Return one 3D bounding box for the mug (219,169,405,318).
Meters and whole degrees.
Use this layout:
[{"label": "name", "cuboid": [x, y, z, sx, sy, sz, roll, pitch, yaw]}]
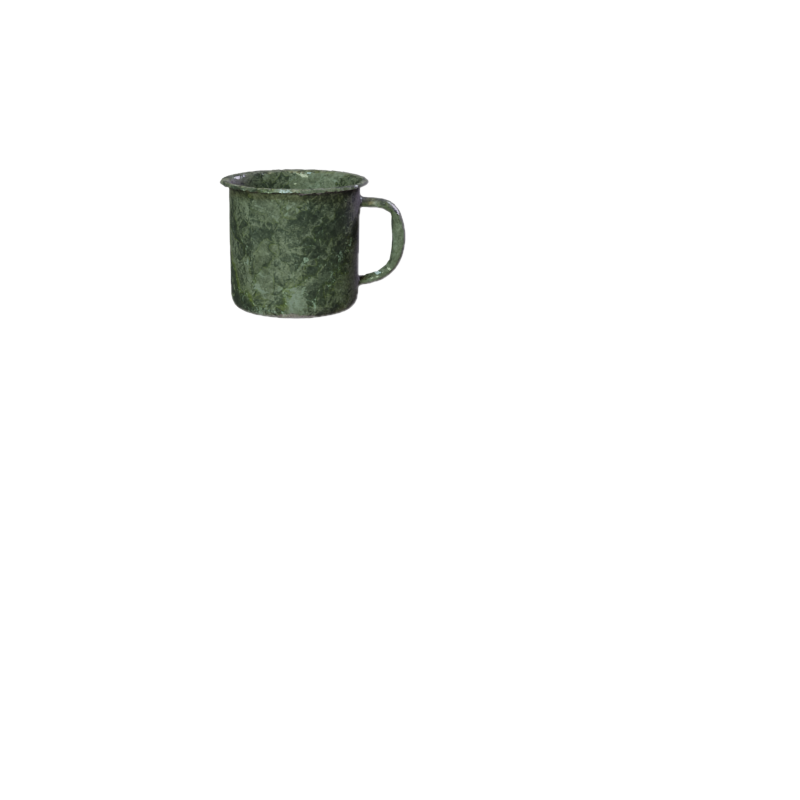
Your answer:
[{"label": "mug", "cuboid": [-0.055, -0.100, 0.704, 0.116, 0.079, 0.097, -2, 16, -7]}]
